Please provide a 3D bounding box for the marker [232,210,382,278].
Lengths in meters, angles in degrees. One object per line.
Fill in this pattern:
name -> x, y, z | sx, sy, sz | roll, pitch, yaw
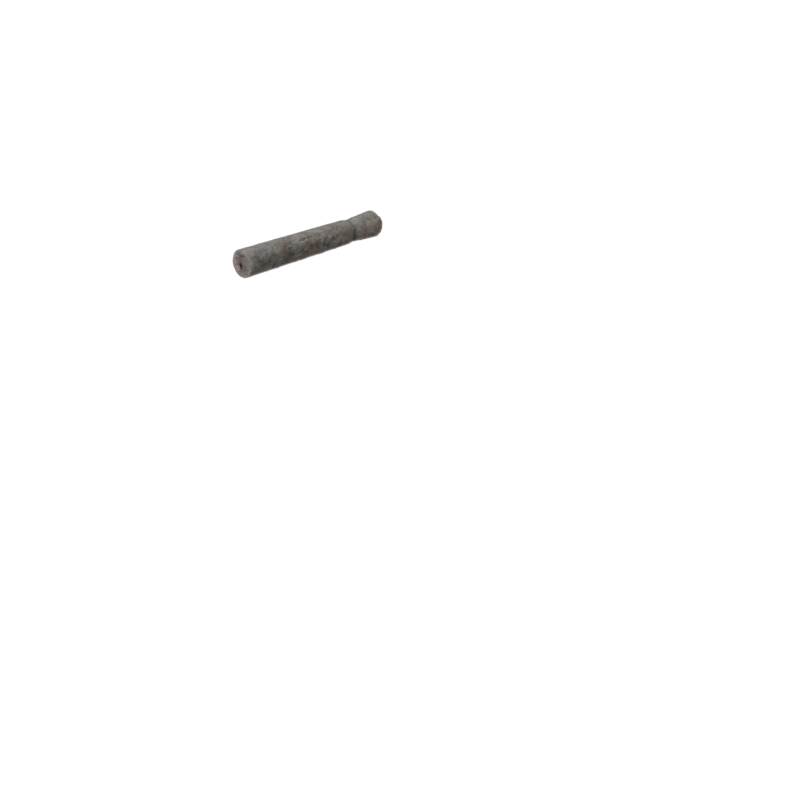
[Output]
marker -> -0.057, -0.104, 0.727 | 0.119, 0.019, 0.021 | -24, 19, -39
